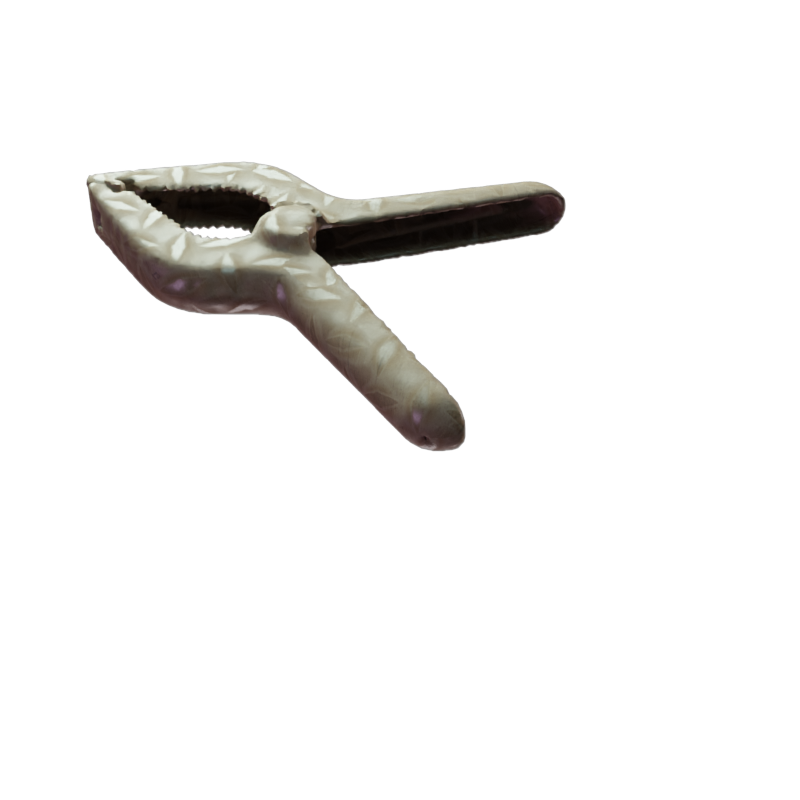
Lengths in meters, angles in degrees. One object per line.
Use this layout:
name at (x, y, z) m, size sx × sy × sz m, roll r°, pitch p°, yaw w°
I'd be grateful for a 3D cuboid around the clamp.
clamp at (-0.038, -0.069, 0.484) m, size 0.219 × 0.034 × 0.169 m, roll 20°, pitch 44°, yaw 22°
